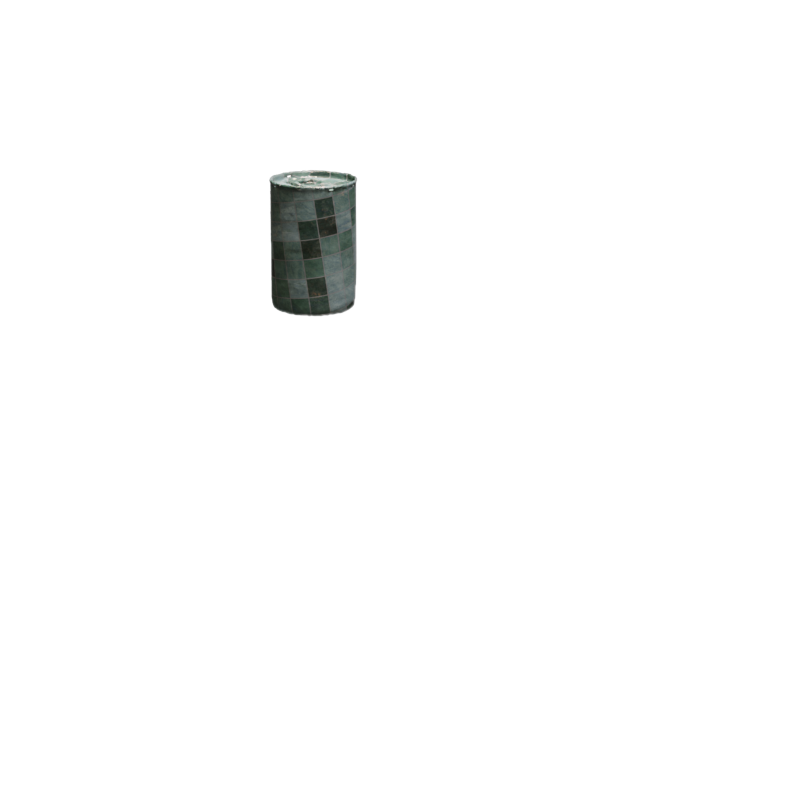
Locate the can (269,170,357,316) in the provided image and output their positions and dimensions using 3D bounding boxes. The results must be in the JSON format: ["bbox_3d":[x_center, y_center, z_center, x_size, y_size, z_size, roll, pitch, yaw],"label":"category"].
[{"bbox_3d":[-0.068,-0.124,0.868,0.068,0.099,0.071,0,17,-2],"label":"can"}]
